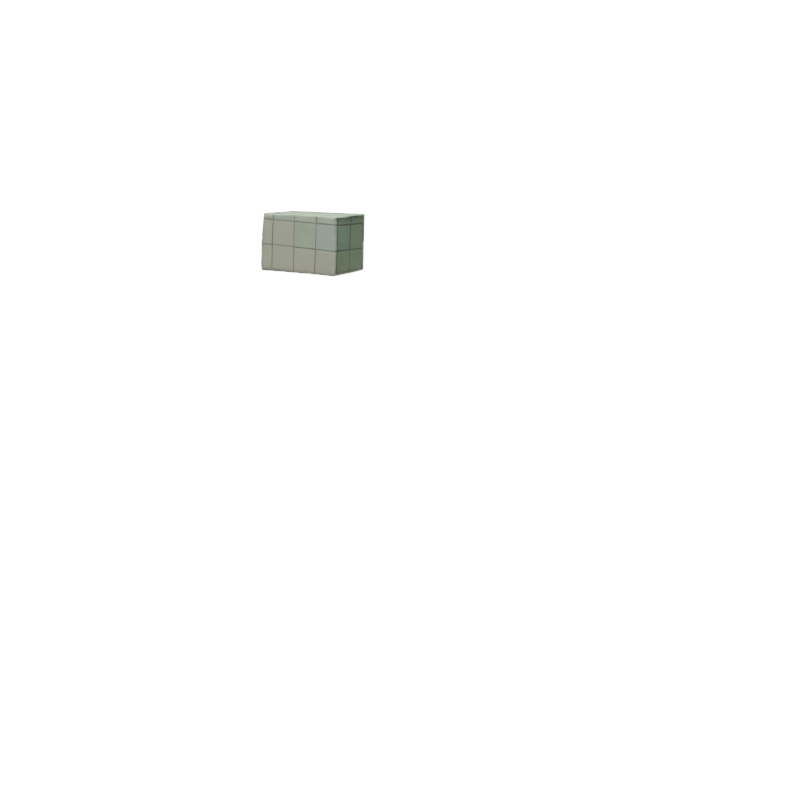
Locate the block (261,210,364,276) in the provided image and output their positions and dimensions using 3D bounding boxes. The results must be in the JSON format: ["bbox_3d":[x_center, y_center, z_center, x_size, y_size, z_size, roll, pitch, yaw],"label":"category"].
[{"bbox_3d":[-0.077,-0.140,0.983,0.081,0.050,0.052,7,12,29],"label":"block"}]
